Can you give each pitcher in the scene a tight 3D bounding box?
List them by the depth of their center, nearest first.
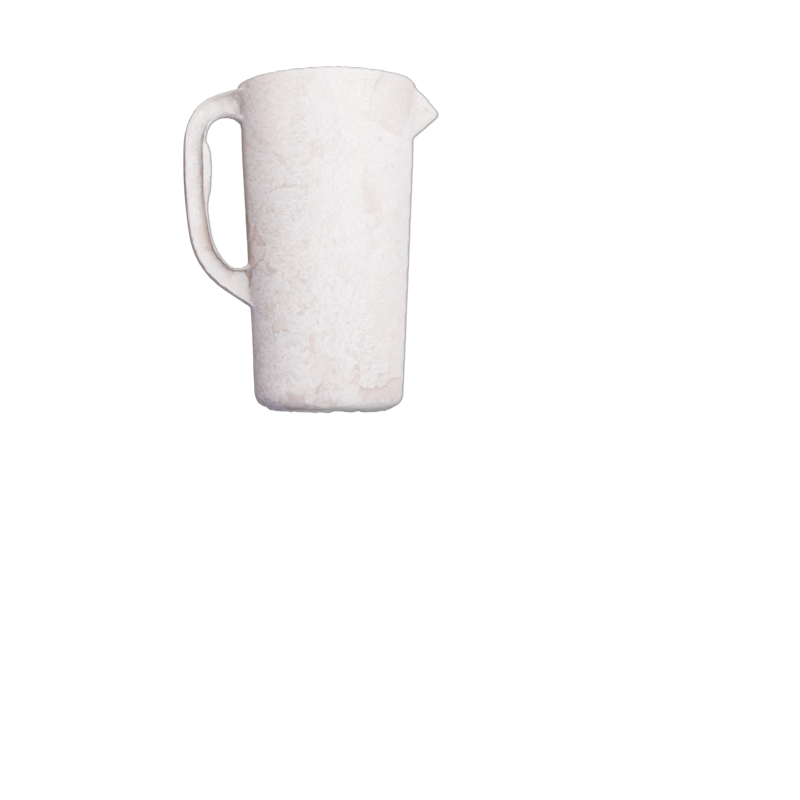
[{"bbox_3d":[-0.063,-0.116,0.810,0.154,0.246,0.139,-2,-4,33],"label":"pitcher"}]
